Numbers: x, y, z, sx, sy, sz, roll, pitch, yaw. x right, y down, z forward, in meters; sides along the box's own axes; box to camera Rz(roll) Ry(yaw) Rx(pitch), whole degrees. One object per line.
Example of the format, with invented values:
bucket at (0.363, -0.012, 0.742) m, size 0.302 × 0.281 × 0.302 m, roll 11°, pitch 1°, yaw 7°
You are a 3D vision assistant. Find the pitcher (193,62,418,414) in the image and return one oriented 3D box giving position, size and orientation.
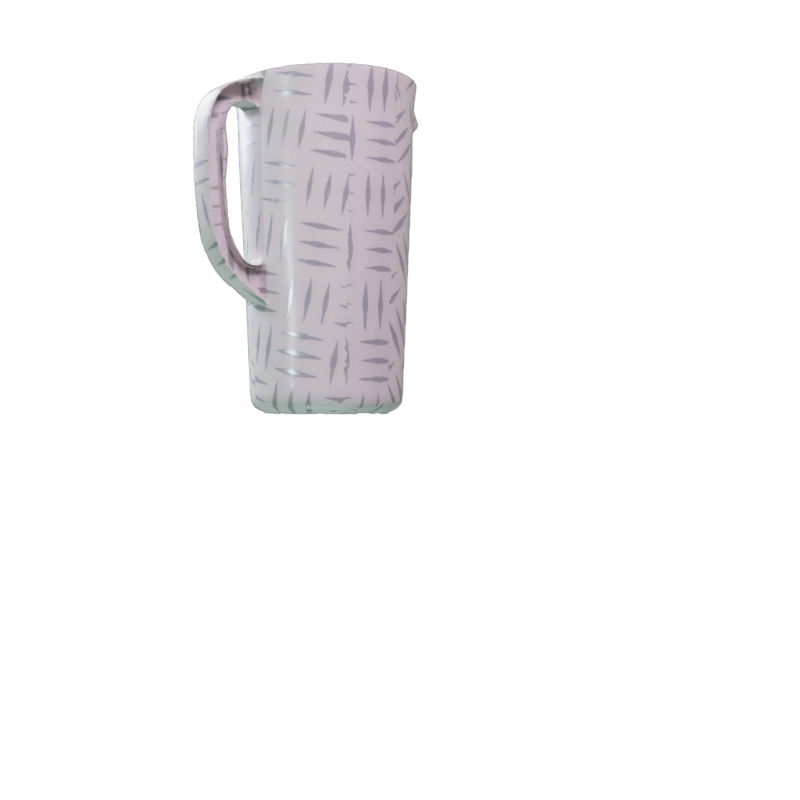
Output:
pitcher at (-0.062, -0.113, 0.792) m, size 0.150 × 0.247 × 0.141 m, roll -1°, pitch -6°, yaw 6°
